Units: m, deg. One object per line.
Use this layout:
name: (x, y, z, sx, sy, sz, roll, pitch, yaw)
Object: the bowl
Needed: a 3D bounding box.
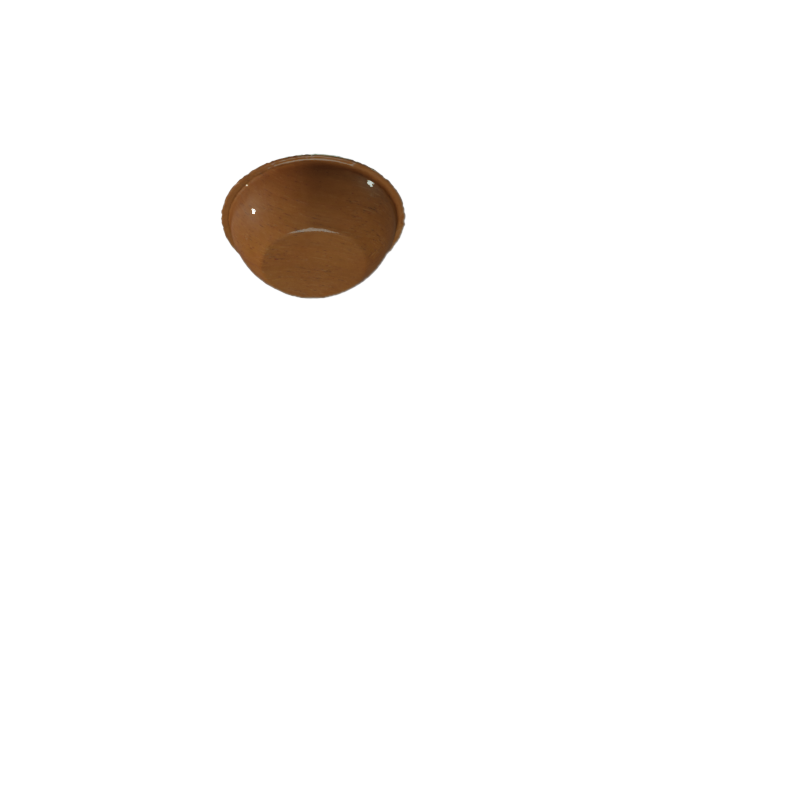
bowl: (-0.075, -0.137, 0.958, 0.162, 0.059, 0.151, 1, -37, -2)
